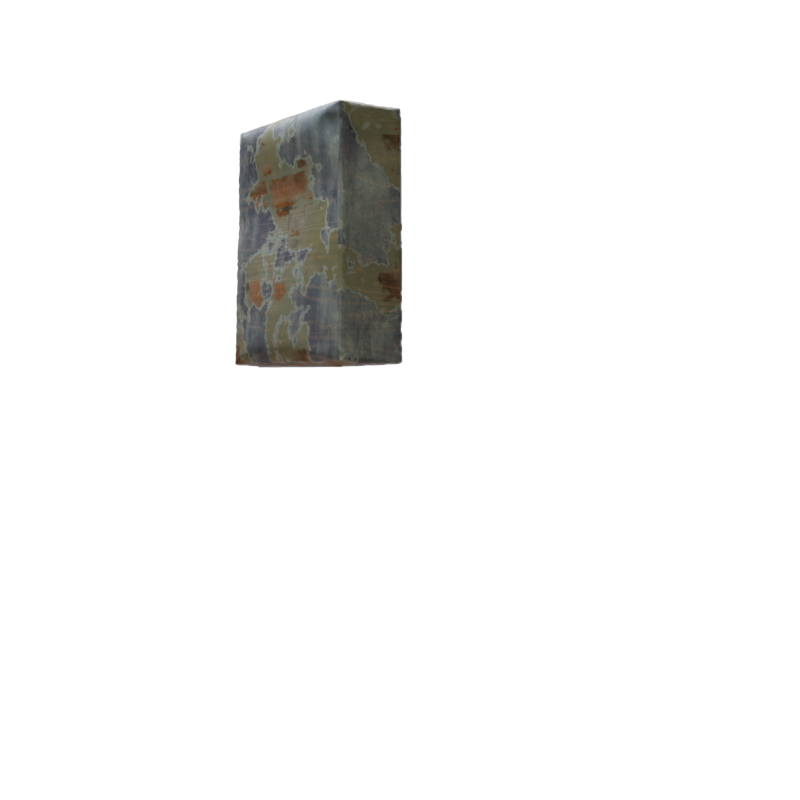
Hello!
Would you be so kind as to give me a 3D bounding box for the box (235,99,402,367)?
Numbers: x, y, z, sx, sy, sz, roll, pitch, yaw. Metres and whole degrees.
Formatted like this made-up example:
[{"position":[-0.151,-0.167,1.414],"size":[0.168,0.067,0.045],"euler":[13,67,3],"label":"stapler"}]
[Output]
[{"position":[-0.074,-0.136,0.952],"size":[0.069,0.217,0.169],"euler":[4,-6,-37],"label":"box"}]
